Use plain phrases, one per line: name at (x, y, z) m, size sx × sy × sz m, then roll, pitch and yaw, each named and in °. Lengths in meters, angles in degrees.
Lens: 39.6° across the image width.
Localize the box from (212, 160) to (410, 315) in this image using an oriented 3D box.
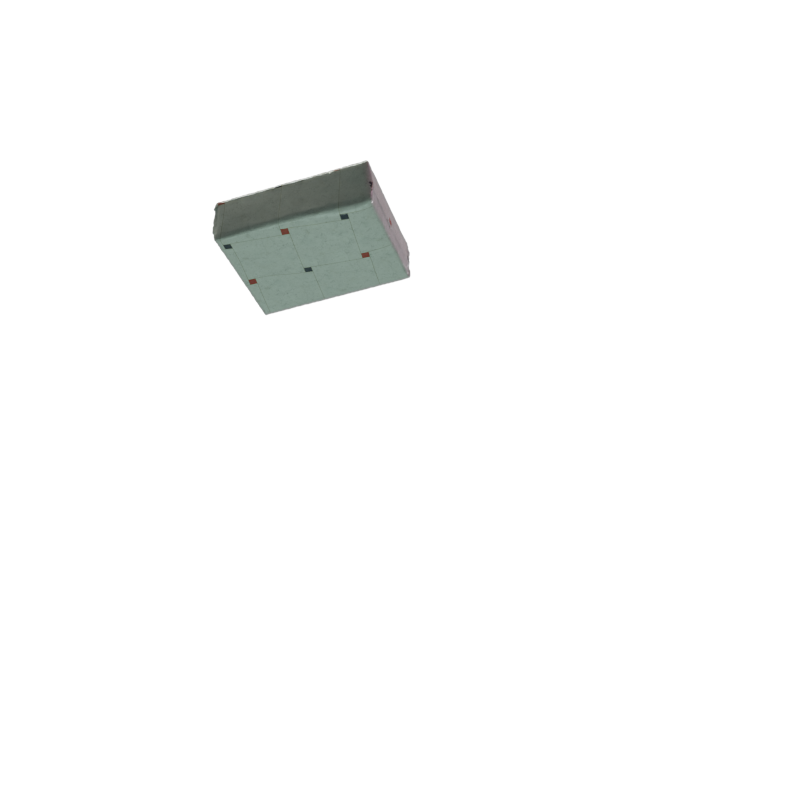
box at (-0.059, -0.108, 0.758) m, size 0.115 × 0.042 × 0.083 m, roll -11°, pitch -37°, yaw 15°
